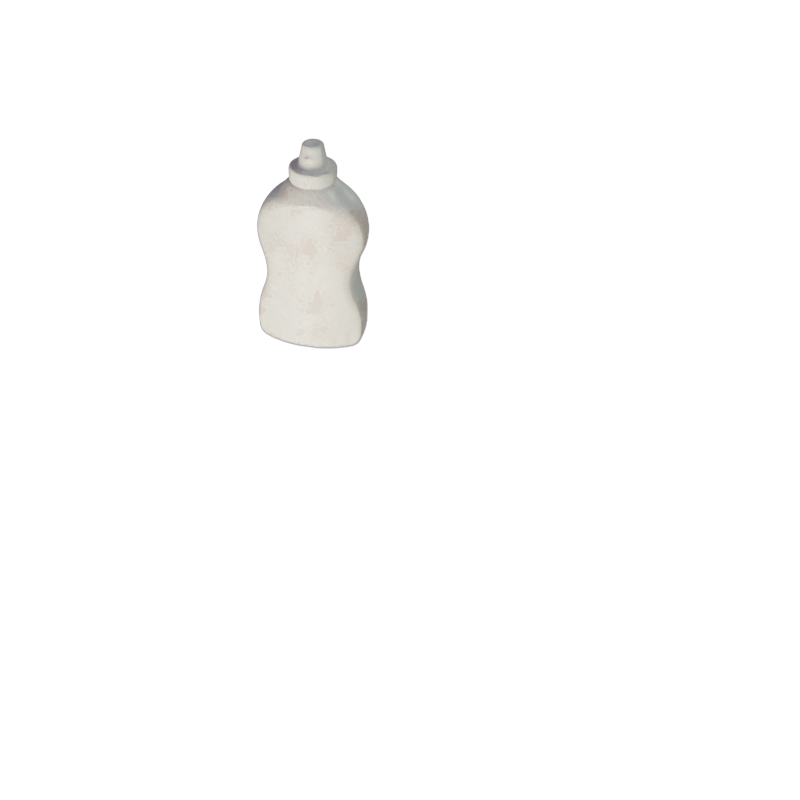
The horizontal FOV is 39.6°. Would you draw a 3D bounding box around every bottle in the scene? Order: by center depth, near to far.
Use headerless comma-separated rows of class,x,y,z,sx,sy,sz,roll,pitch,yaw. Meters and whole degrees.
bottle,-0.076,-0.137,0.964,0.098,0.180,0.061,10,34,12
